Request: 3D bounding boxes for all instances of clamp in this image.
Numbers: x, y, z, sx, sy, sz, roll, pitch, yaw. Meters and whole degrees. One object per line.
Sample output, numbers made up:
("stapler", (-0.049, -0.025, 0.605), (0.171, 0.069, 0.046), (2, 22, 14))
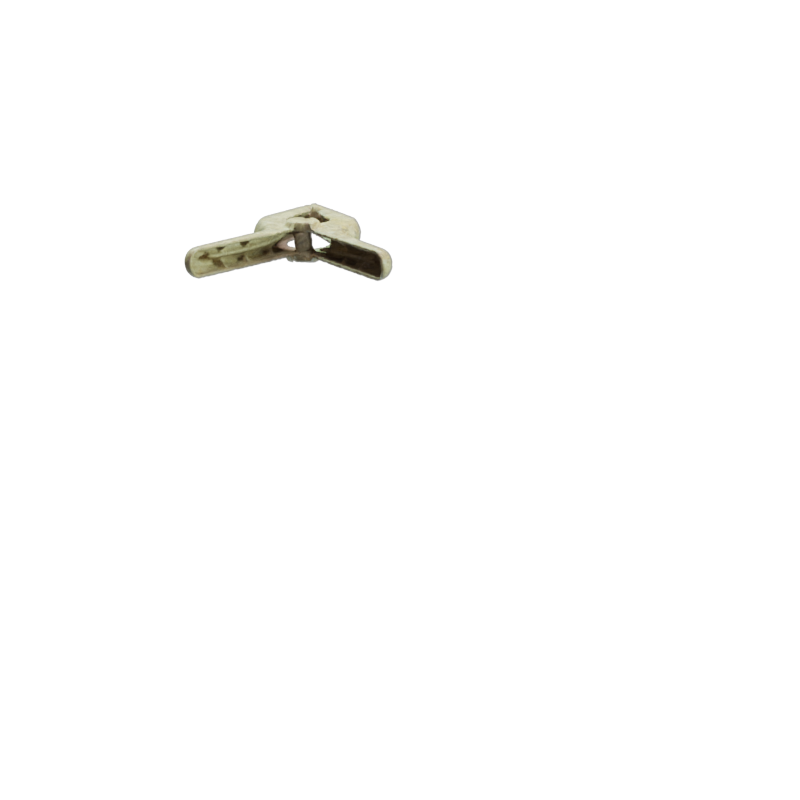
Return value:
("clamp", (-0.075, -0.136, 0.954), (0.167, 0.035, 0.214), (4, 20, 11))
